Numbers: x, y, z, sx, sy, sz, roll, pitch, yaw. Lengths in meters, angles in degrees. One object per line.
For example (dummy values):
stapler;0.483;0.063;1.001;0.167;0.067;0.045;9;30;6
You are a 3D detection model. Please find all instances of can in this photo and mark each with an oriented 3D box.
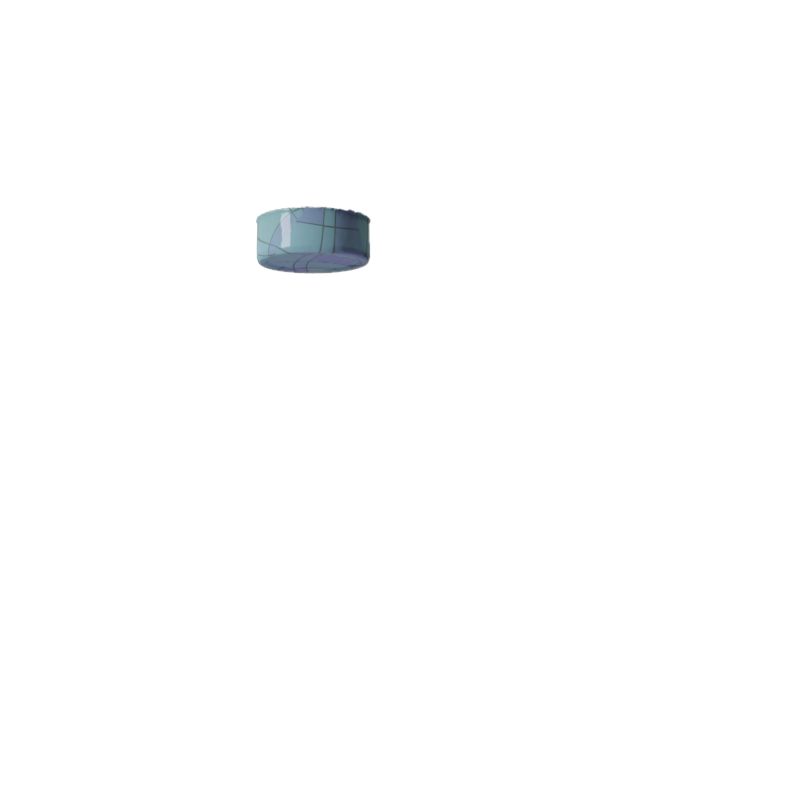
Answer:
can;-0.065;-0.118;0.828;0.086;0.034;0.084;0;-5;-2
